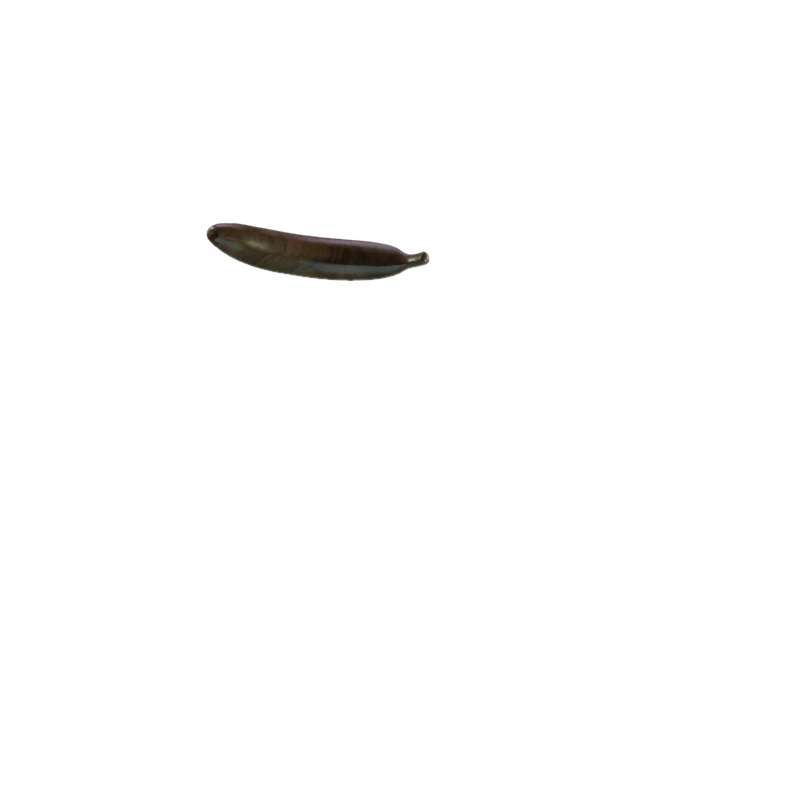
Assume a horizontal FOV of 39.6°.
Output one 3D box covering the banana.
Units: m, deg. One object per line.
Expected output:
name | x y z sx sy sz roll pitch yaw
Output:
banana | -0.078 -0.134 0.994 0.194 0.039 0.067 4 -20 -12
